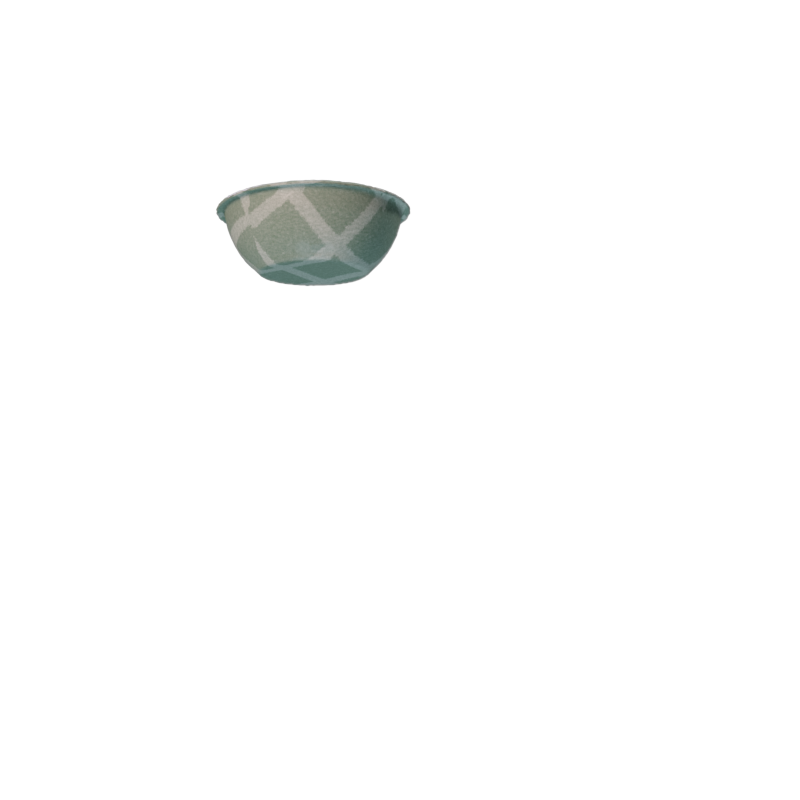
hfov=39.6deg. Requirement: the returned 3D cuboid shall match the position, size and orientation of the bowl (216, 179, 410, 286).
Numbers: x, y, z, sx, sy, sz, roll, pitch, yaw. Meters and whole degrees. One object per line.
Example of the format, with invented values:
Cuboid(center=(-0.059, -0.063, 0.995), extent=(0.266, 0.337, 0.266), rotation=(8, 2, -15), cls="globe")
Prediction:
Cuboid(center=(-0.072, -0.131, 0.919), extent=(0.162, 0.057, 0.158), rotation=(0, -8, -2), cls="bowl")
